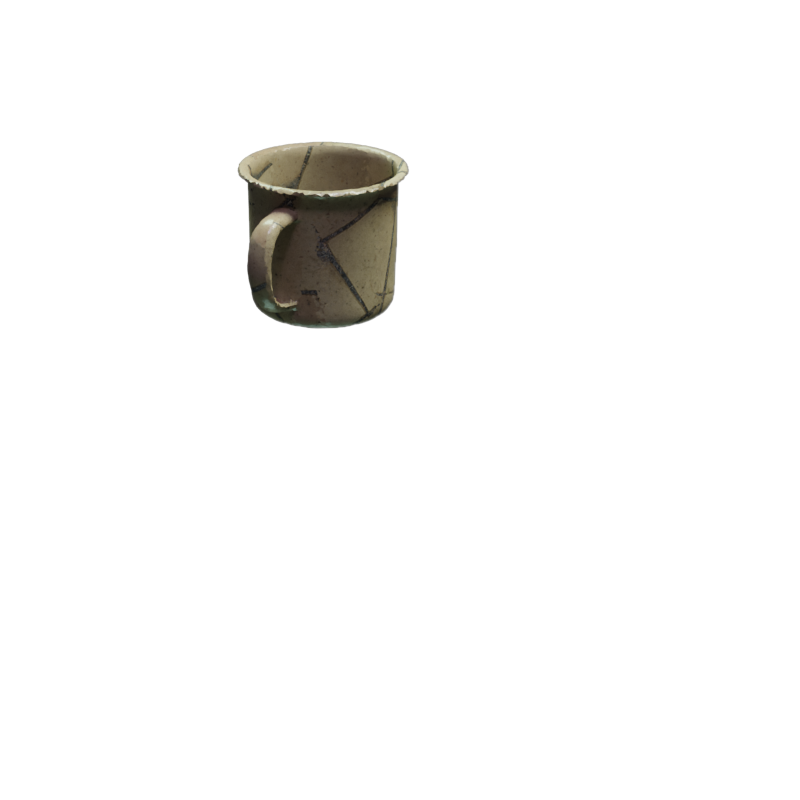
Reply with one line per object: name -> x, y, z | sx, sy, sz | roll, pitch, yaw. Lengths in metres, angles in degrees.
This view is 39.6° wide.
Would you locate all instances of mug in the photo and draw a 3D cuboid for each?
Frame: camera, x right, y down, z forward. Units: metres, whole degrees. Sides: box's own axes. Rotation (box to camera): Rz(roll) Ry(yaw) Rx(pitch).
mug -> -0.047, -0.087, 0.607 | 0.097, 0.077, 0.119 | 11, 29, 21
